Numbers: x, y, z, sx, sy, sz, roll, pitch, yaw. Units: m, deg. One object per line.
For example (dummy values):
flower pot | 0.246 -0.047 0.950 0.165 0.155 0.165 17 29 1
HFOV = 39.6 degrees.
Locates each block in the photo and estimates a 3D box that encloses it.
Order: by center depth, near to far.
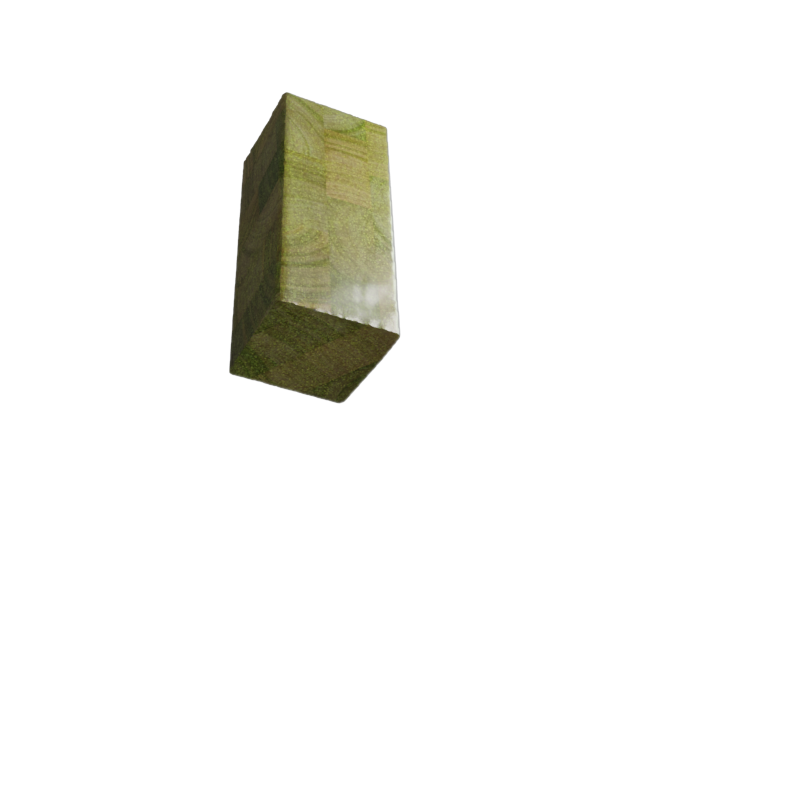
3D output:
block | -0.063 -0.115 0.809 0.087 0.221 0.087 16 -43 -22
